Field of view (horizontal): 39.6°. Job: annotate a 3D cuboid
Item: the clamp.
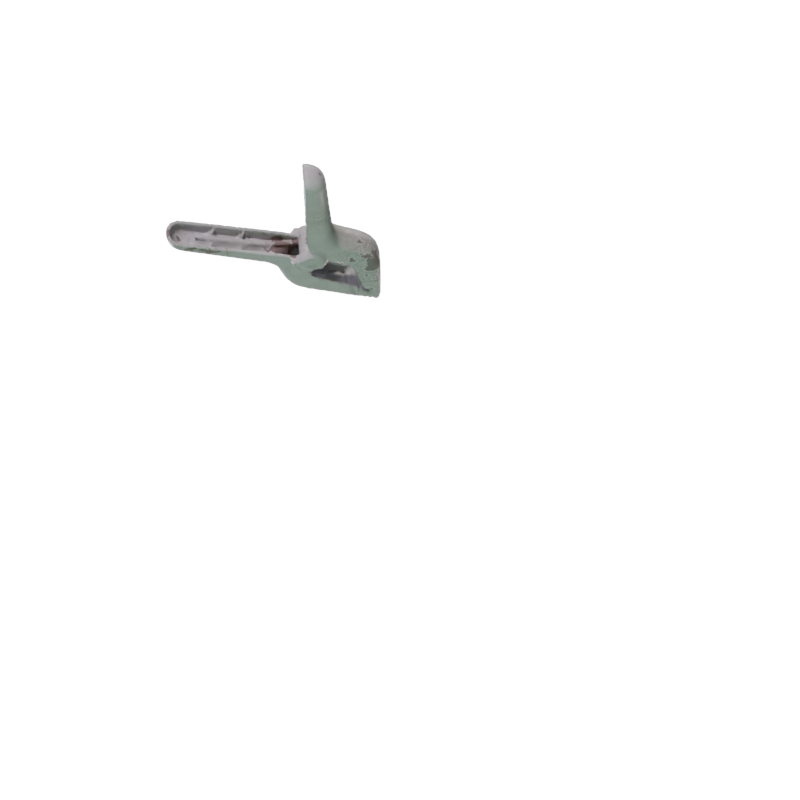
[{"bbox_3d":[-0.076,-0.139,0.977,0.166,0.038,0.197,-19,-28,40],"label":"clamp"}]
